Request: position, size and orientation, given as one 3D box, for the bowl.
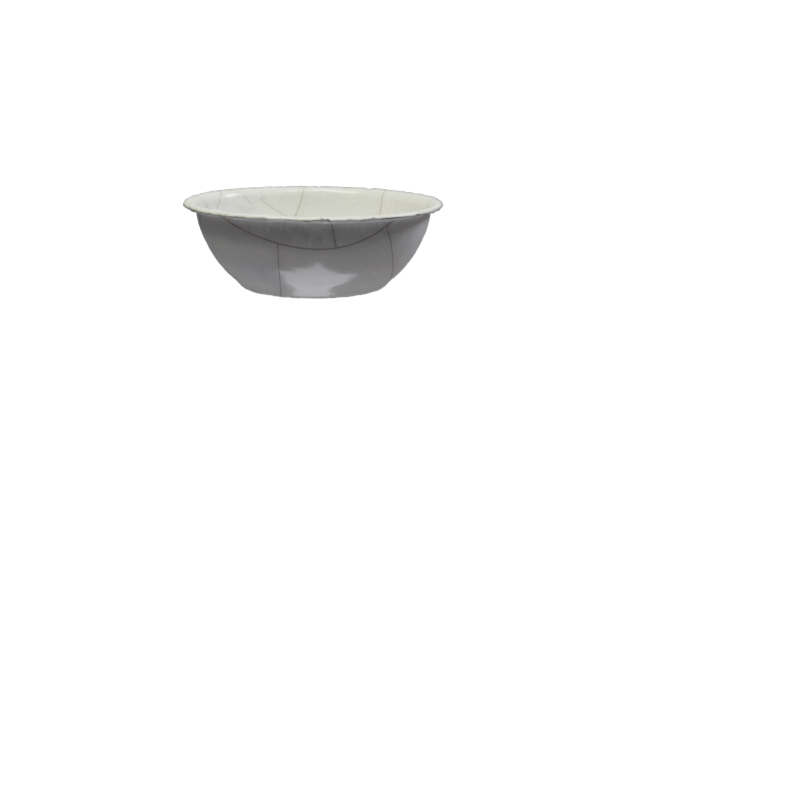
[{"bbox_3d":[-0.054,-0.099,0.696,0.162,0.053,0.167,-1,16,-2],"label":"bowl"}]
